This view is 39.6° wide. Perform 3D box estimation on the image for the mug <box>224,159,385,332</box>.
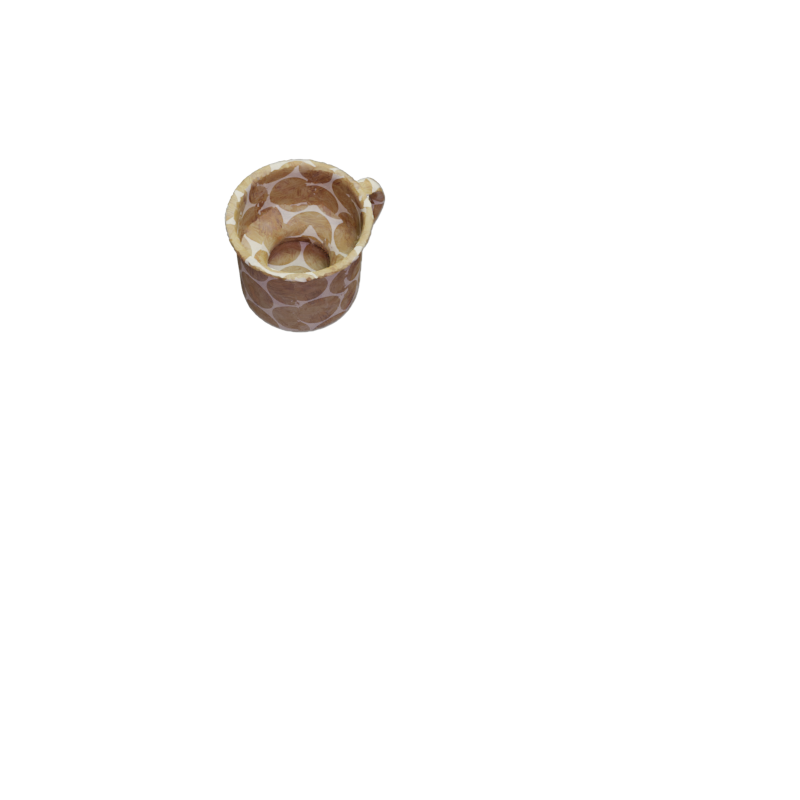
[{"bbox_3d":[-0.057,-0.104,0.731,0.118,0.098,0.077,-39,-22,-21],"label":"mug"}]
